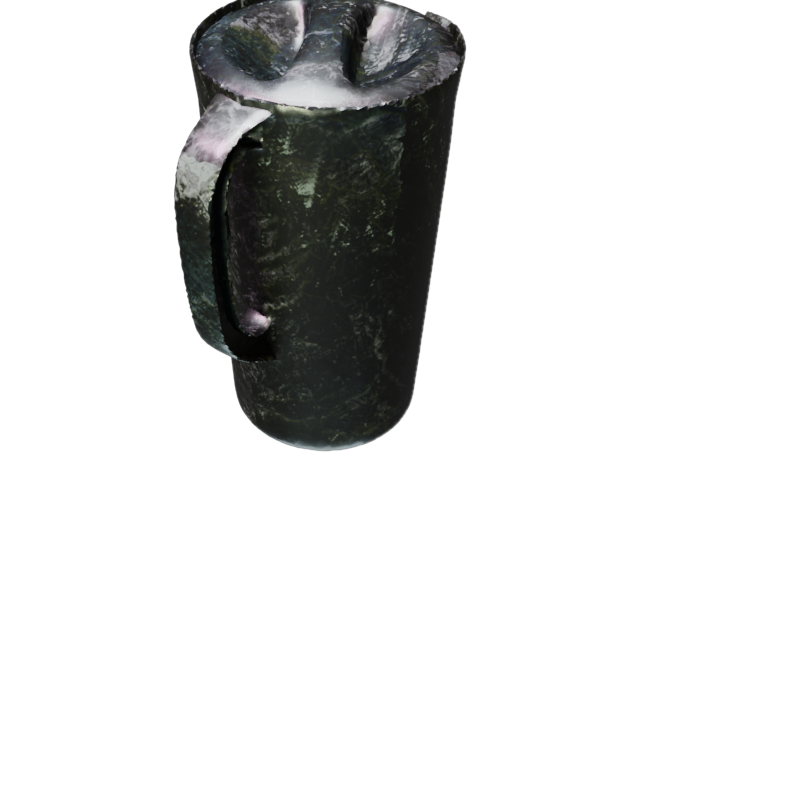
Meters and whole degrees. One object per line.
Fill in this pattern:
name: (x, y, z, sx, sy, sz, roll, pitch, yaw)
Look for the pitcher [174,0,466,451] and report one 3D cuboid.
pitcher: (-0.047, -0.085, 0.595, 0.147, 0.227, 0.157, -7, 40, -11)
